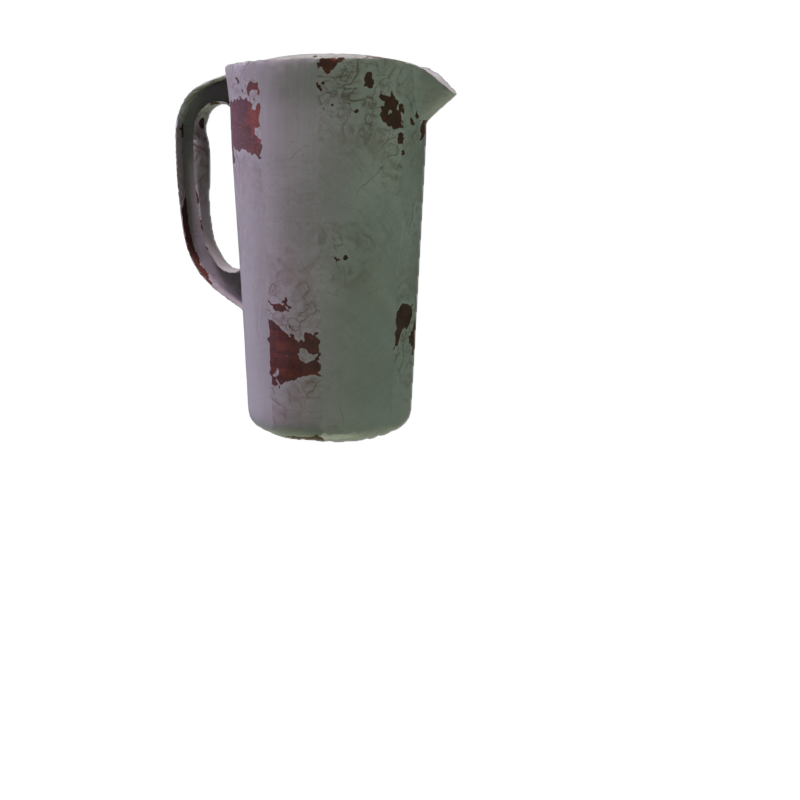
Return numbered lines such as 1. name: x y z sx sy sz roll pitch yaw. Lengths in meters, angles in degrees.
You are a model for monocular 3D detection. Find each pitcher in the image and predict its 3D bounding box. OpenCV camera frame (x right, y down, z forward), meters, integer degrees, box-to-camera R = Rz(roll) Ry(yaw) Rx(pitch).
1. pitcher: -0.057 -0.104 0.727 0.141 0.240 0.156 -4 8 -30
